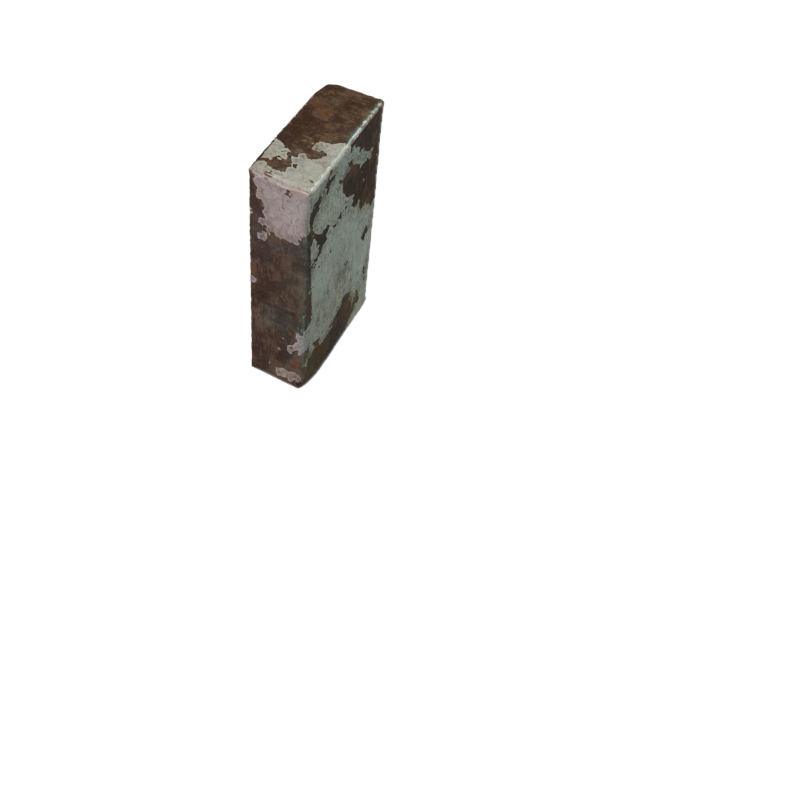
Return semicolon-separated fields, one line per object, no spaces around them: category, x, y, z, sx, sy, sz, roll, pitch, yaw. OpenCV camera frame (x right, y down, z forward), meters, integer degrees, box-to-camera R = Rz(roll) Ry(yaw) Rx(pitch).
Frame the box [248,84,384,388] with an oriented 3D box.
box;-0.053;-0.097;0.676;0.050;0.097;0.164;22;-39;14
